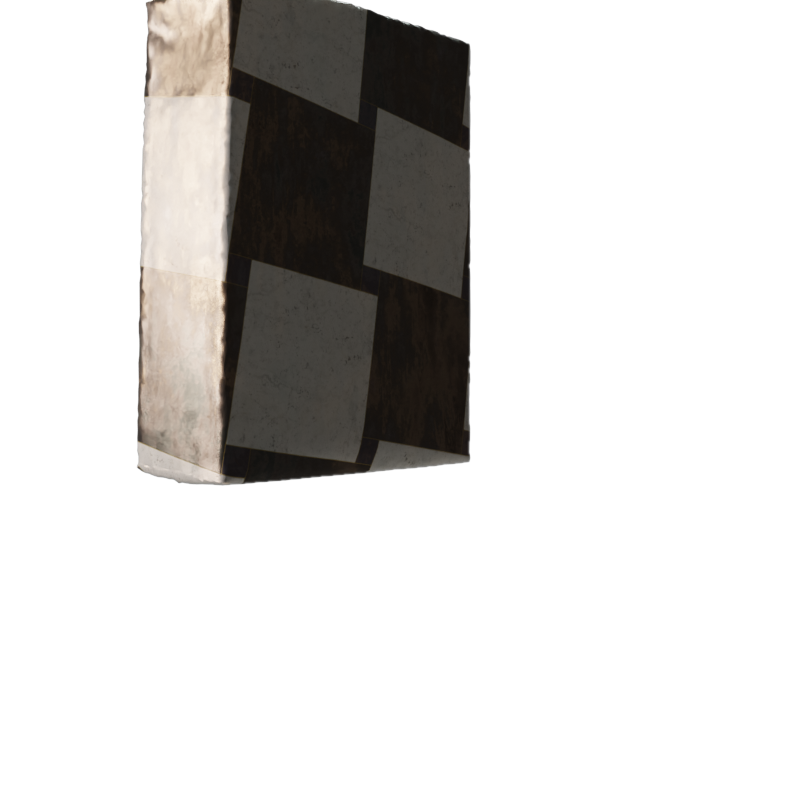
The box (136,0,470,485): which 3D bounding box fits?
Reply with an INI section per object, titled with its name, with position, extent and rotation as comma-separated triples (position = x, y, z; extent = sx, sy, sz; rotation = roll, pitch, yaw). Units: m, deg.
[box]
position = -0.041, -0.075, 0.523
extent = 0.074, 0.217, 0.157
rotation = -5, -6, 43
